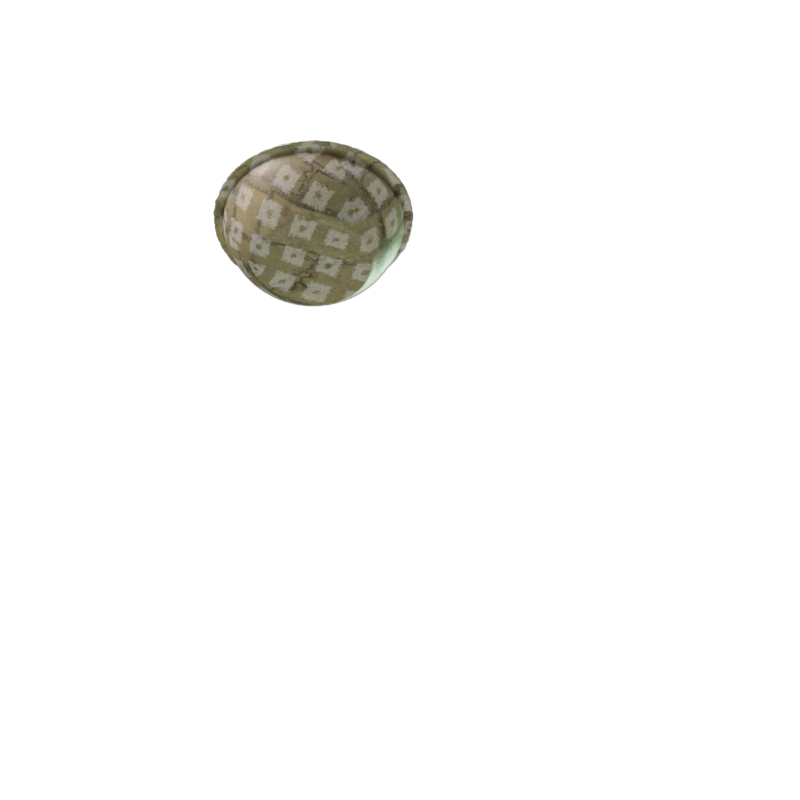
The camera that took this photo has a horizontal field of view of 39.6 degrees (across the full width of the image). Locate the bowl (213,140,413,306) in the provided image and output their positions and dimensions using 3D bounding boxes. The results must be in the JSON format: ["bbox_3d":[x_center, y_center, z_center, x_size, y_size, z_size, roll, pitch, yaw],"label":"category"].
[{"bbox_3d":[-0.069,-0.126,0.880,0.162,0.059,0.151,1,-44,-1],"label":"bowl"}]
